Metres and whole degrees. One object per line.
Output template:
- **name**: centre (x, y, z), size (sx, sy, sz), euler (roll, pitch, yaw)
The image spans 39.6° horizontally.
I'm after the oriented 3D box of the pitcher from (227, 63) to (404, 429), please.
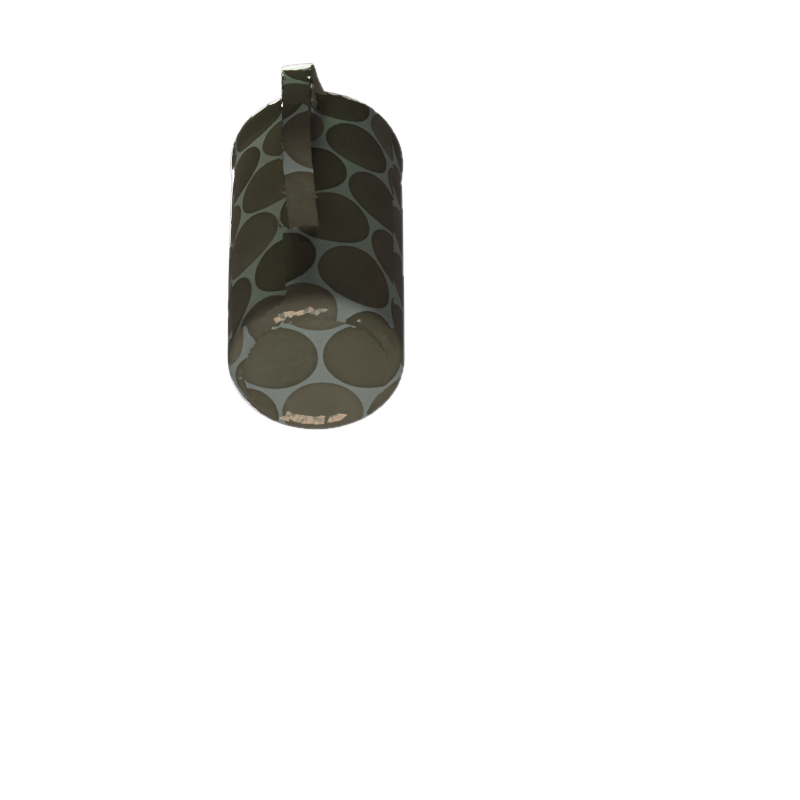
- **pitcher**: centre (-0.059, -0.108, 0.756), size (0.142, 0.260, 0.142), euler (32, -59, -26)
